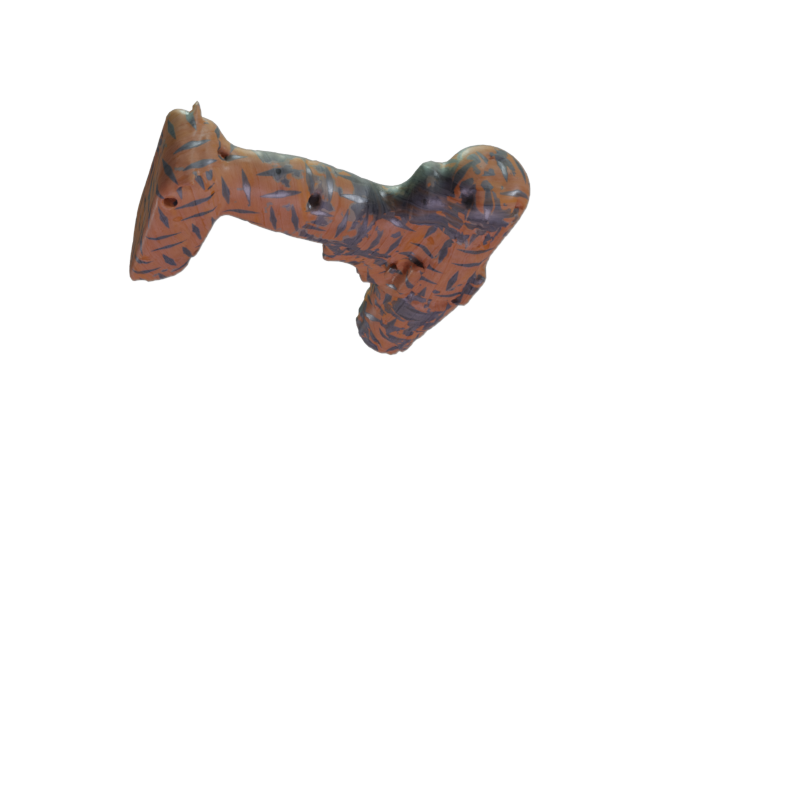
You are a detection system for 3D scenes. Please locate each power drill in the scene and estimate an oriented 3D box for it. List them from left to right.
[{"bbox_3d":[-0.047,-0.085,0.597,0.183,0.061,0.177,8,-29,-16],"label":"power drill"}]
